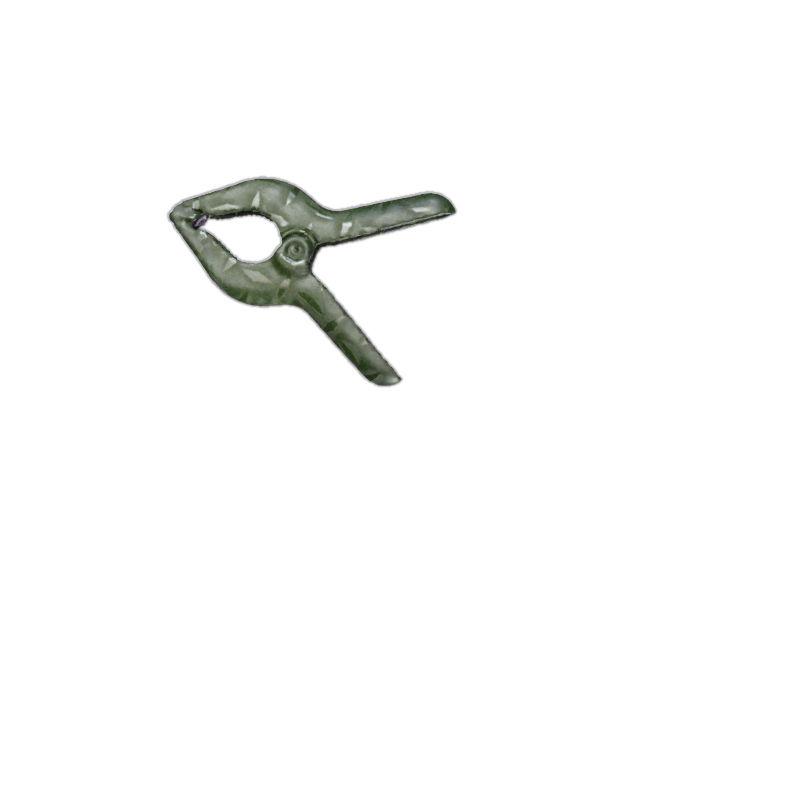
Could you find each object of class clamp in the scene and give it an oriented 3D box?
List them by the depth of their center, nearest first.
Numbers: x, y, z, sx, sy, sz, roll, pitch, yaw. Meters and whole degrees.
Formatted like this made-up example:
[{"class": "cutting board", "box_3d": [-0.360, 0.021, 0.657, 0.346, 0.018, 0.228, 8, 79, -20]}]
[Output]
[{"class": "clamp", "box_3d": [-0.053, -0.097, 0.678, 0.173, 0.122, 0.038, 27, -10, 5]}]
